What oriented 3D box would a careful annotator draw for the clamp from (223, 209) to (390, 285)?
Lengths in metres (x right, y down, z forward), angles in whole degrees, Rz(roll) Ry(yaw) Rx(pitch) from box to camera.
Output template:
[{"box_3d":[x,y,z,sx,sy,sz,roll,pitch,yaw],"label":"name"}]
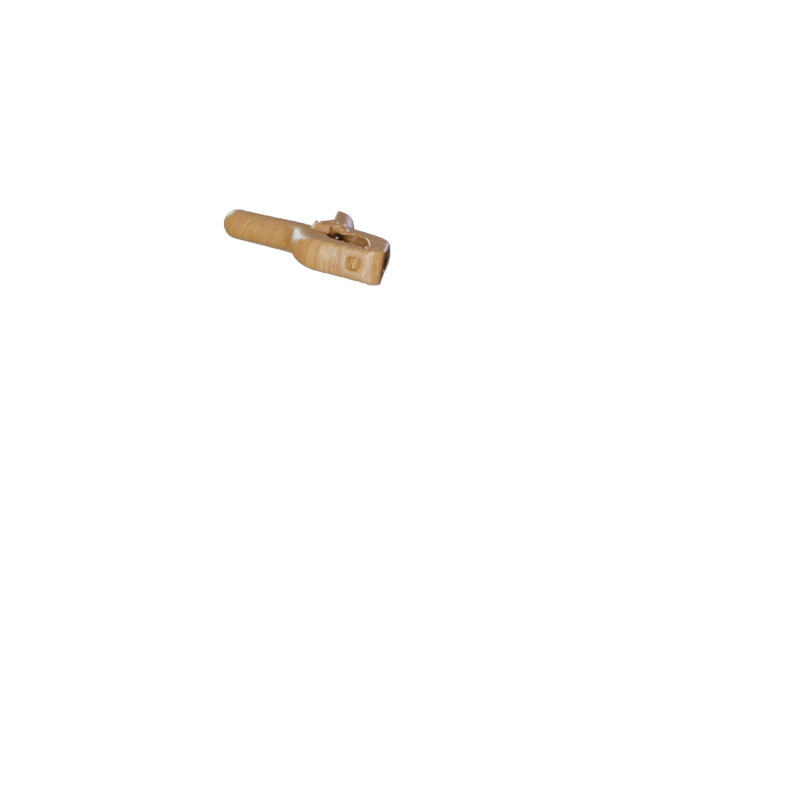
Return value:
[{"box_3d":[-0.070,-0.129,0.901,0.118,0.038,0.181,-7,20,-20],"label":"clamp"}]
